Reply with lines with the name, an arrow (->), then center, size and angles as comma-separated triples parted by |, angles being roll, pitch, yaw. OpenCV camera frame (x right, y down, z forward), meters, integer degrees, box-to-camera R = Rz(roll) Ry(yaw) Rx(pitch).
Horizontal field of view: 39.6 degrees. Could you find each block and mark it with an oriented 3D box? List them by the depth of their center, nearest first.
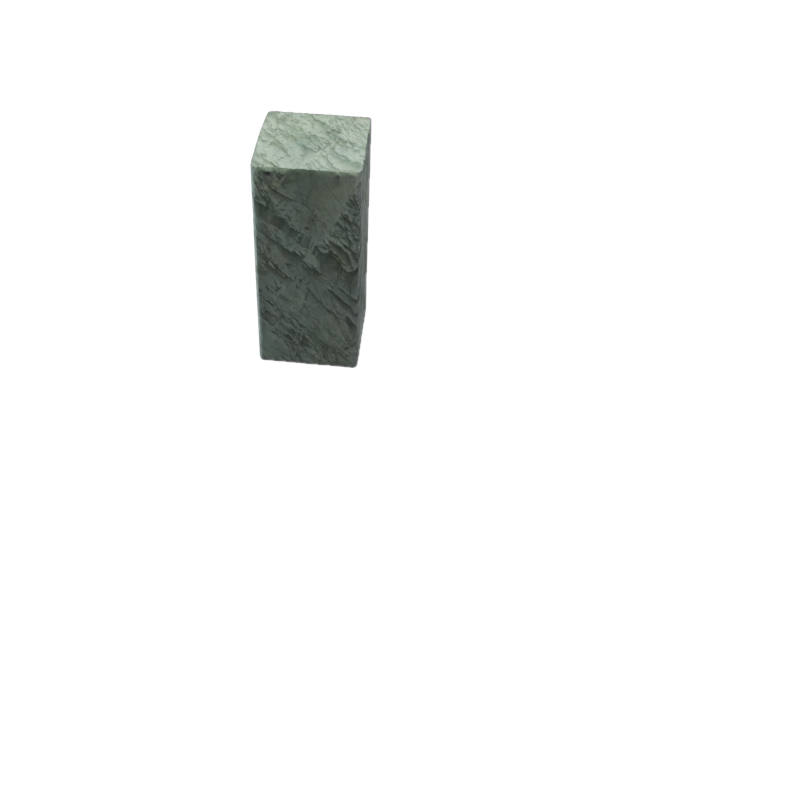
block -> -0.075, -0.136, 0.958 | 0.091, 0.192, 0.096 | 5, 40, 3
